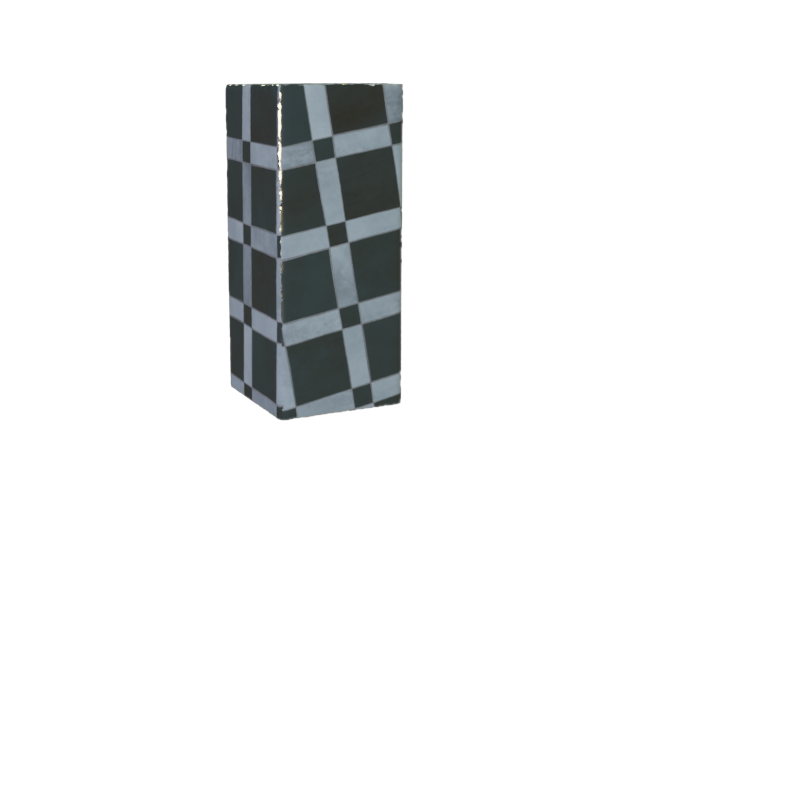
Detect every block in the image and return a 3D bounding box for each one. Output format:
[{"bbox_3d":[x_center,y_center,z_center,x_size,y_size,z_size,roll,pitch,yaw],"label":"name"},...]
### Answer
[{"bbox_3d":[-0.058,-0.104,0.727,0.088,0.201,0.095,-5,12,-27],"label":"block"}]
